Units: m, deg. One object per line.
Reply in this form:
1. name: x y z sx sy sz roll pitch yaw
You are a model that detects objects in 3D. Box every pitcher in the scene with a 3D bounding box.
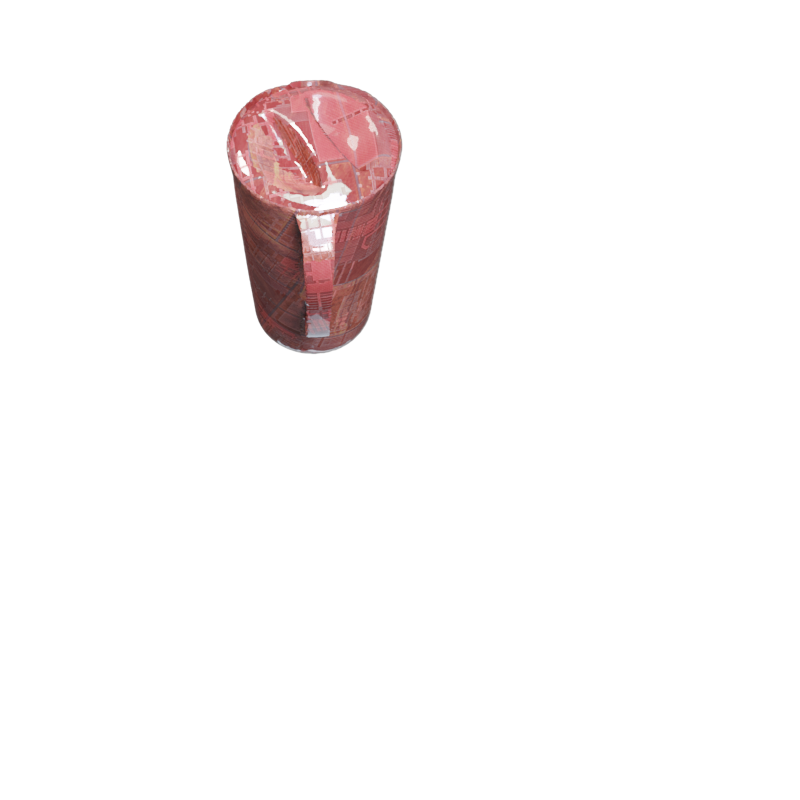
1. pitcher: -0.073 -0.132 0.926 0.152 0.152 0.228 37 -26 18
